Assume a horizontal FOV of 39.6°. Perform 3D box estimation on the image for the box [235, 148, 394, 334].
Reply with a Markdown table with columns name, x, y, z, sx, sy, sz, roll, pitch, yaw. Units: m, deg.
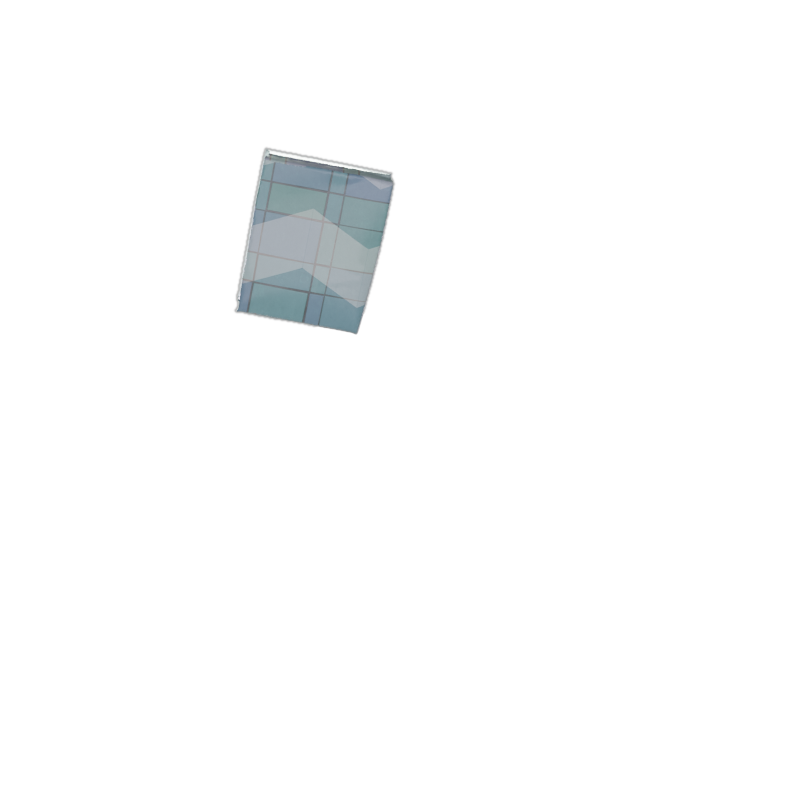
| name | x | y | z | sx | sy | sz | roll | pitch | yaw |
| --- | --- | --- | --- | --- | --- | --- | --- | --- | --- |
| box | -0.059 | -0.108 | 0.759 | 0.089 | 0.110 | 0.040 | 12 | 13 | -4 |
